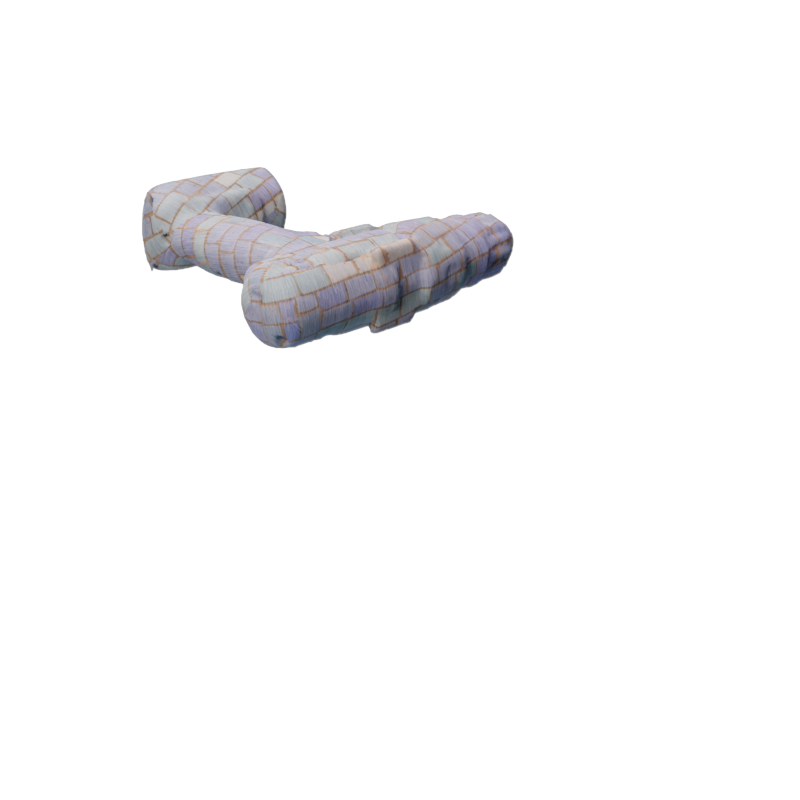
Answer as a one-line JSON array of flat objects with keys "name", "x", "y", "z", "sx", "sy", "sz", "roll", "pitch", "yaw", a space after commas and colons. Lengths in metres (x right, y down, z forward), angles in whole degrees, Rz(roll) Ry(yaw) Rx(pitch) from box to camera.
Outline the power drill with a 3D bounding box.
[{"name": "power drill", "x": -0.052, "y": -0.095, "z": 0.662, "sx": 0.181, "sy": 0.055, "sz": 0.199, "roll": -18, "pitch": 29, "yaw": -38}]
